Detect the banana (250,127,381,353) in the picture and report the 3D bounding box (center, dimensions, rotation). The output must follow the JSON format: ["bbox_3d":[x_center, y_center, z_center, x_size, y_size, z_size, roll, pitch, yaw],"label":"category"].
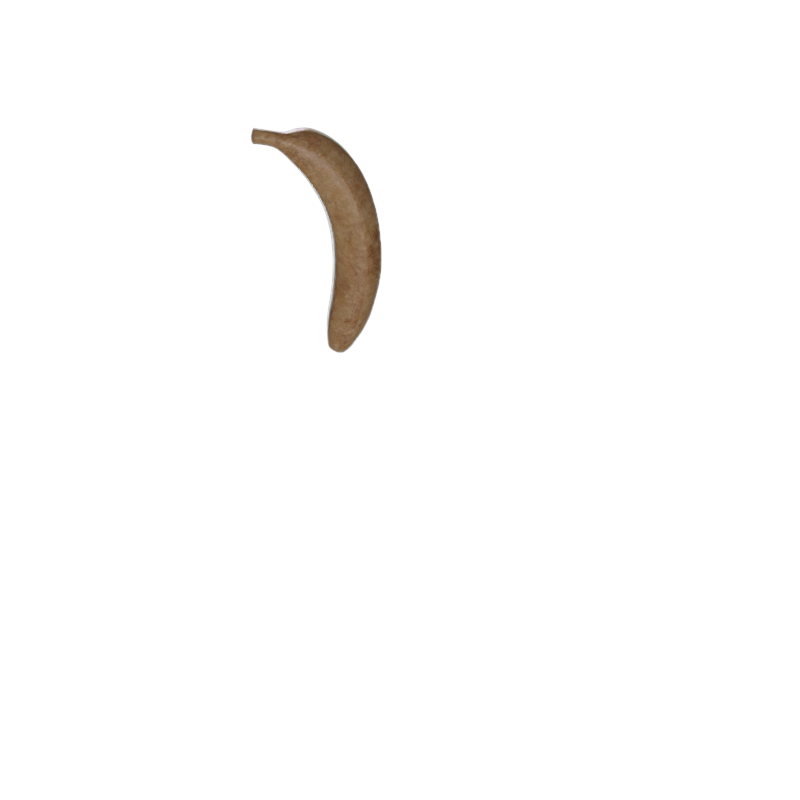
[{"bbox_3d":[-0.049,-0.128,0.838,0.070,0.186,0.039,-16,25,7],"label":"banana"}]
